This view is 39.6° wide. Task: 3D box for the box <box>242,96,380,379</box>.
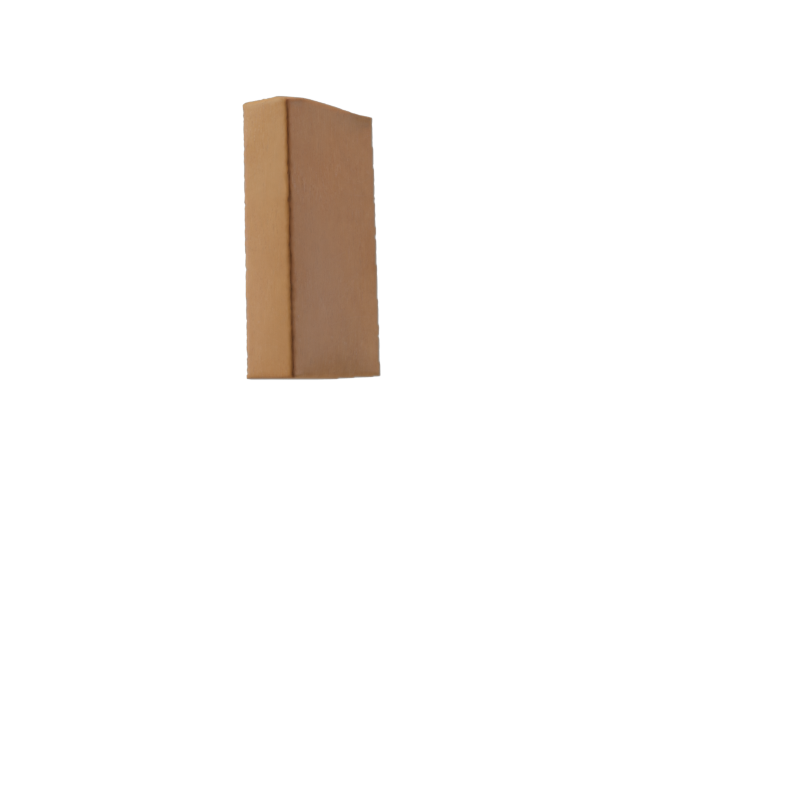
[{"bbox_3d":[-0.056,-0.102,0.717,0.050,0.178,0.089,-4,-5,37],"label":"box"}]
